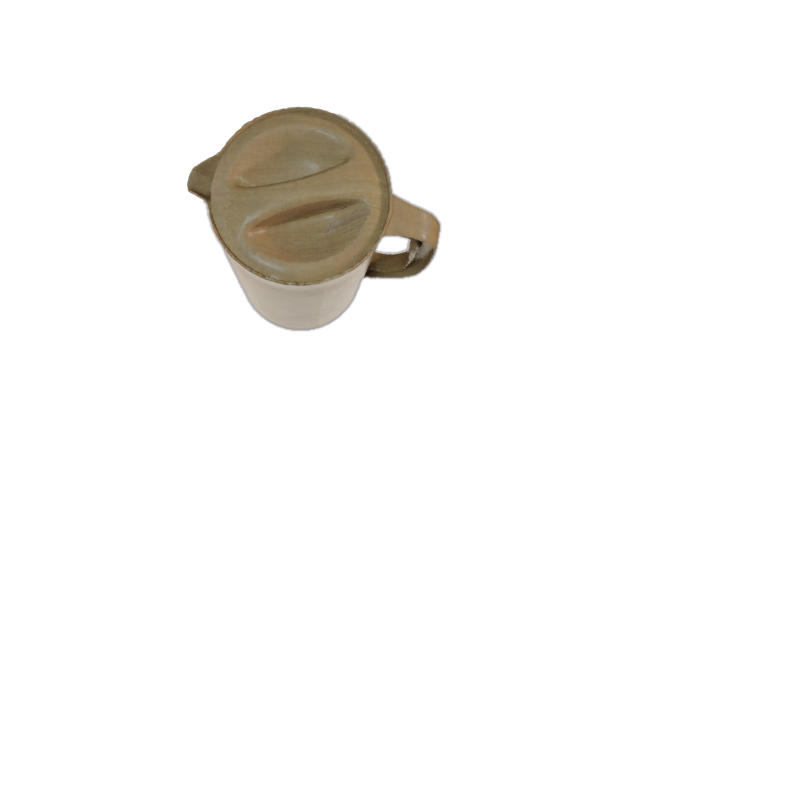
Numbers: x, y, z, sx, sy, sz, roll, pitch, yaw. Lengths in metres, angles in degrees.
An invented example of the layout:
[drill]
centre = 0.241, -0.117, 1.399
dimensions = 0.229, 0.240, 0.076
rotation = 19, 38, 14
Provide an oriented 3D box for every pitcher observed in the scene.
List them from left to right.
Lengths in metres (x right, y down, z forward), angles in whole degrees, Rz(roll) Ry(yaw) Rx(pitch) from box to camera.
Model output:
[pitcher]
centre = -0.070, -0.128, 0.896
dimensions = 0.145, 0.153, 0.236
rotation = -34, -7, -8
